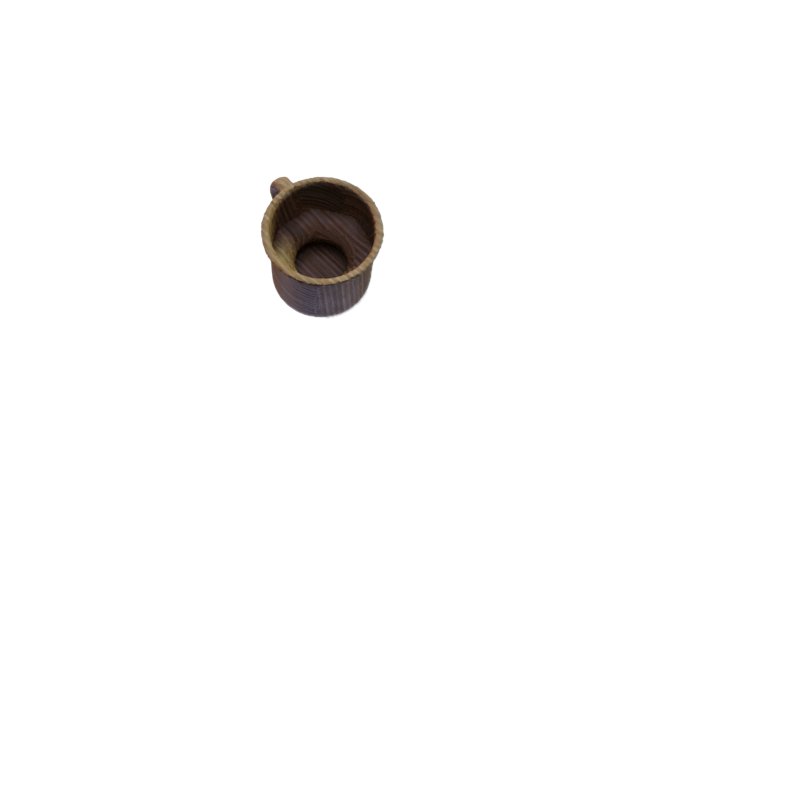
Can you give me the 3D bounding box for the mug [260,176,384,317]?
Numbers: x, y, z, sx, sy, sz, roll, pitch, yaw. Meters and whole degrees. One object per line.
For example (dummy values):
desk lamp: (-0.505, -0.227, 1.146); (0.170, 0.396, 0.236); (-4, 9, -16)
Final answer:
mug: (-0.069, -0.125, 0.878); (0.093, 0.123, 0.077); (-33, -19, -15)
